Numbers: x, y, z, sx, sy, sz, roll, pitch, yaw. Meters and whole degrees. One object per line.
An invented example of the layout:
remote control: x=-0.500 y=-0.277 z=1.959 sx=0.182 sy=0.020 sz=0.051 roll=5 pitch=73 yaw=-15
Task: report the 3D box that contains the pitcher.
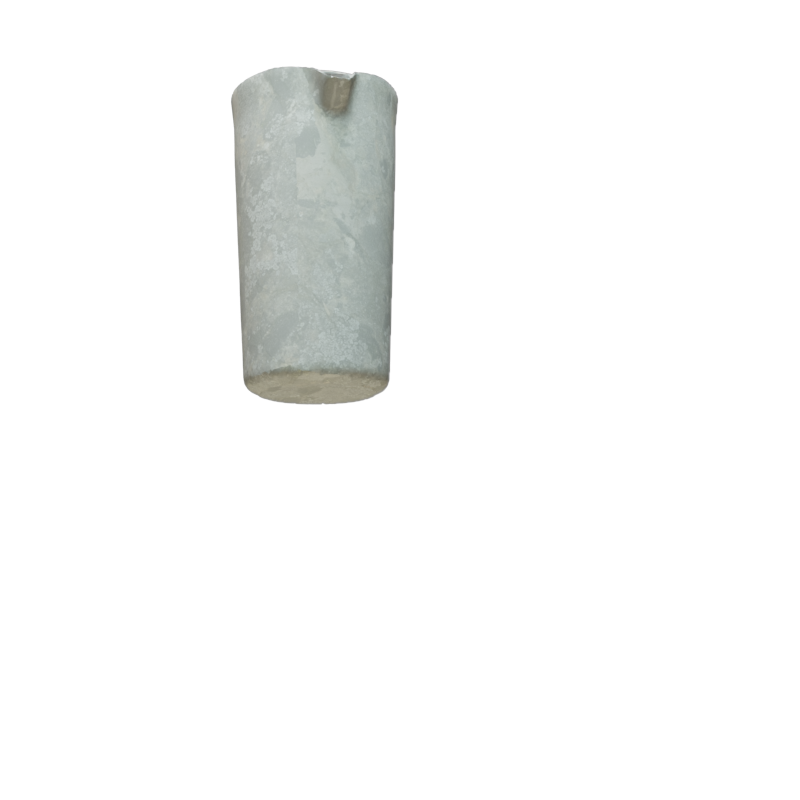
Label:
pitcher: x=-0.067 y=-0.123 z=0.860 sx=0.148 sy=0.253 sz=0.140 roll=-9 pitch=-18 yaw=28
